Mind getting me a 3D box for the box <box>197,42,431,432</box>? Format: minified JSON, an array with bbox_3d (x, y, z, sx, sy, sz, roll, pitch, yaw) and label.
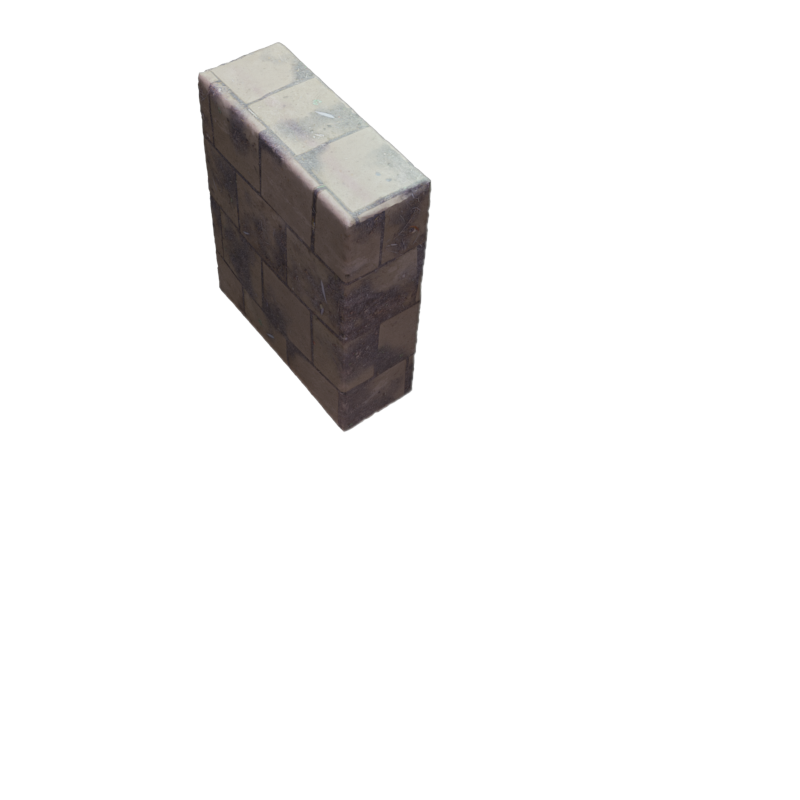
[{"bbox_3d":[-0.058,-0.106,0.742,0.072,0.176,0.199,-28,-32,-23],"label":"box"}]
